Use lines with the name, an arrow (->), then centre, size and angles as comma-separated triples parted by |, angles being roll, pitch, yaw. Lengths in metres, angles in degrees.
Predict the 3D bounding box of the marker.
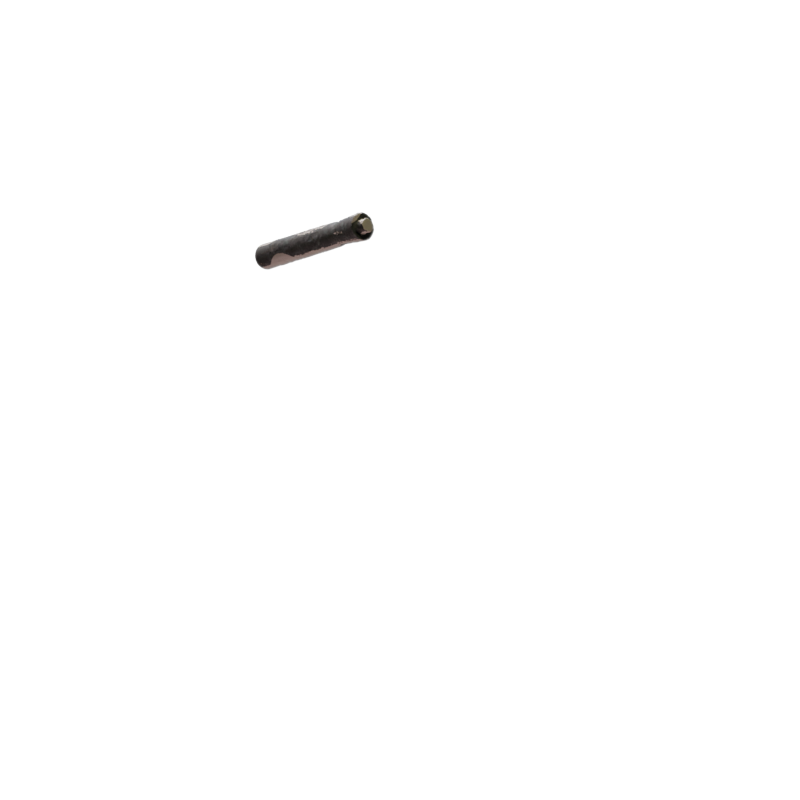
marker -> -0.059, -0.109, 0.760 | 0.019, 0.020, 0.124 | -3, -2, -39
